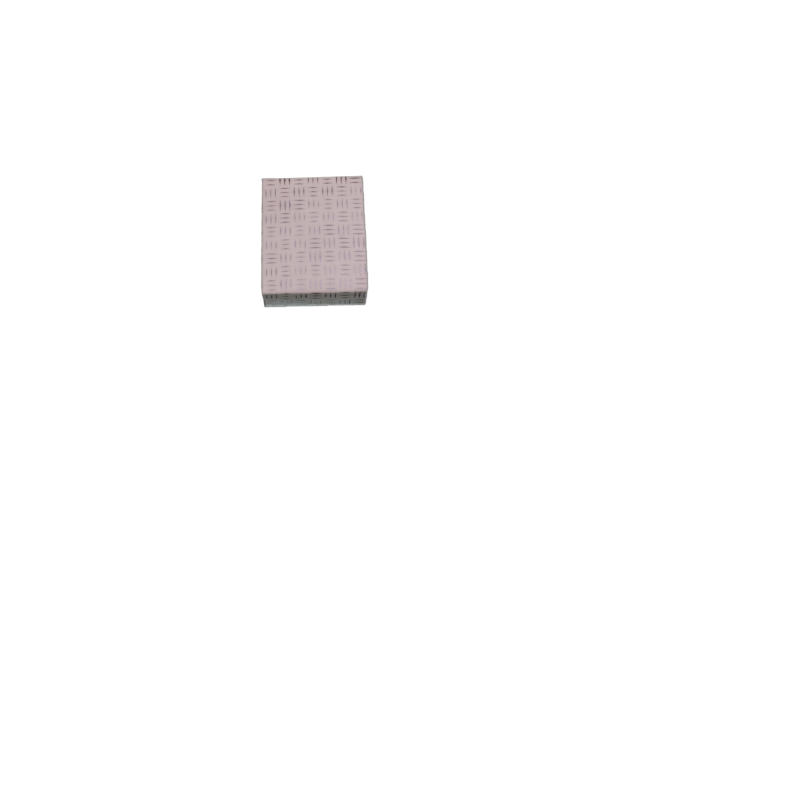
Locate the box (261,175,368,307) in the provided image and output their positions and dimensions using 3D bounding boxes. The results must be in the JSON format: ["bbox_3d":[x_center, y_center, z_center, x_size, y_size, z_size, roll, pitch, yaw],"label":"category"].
[{"bbox_3d":[-0.075,-0.137,0.959,0.090,0.120,0.037,-2,-25,-2],"label":"box"}]
